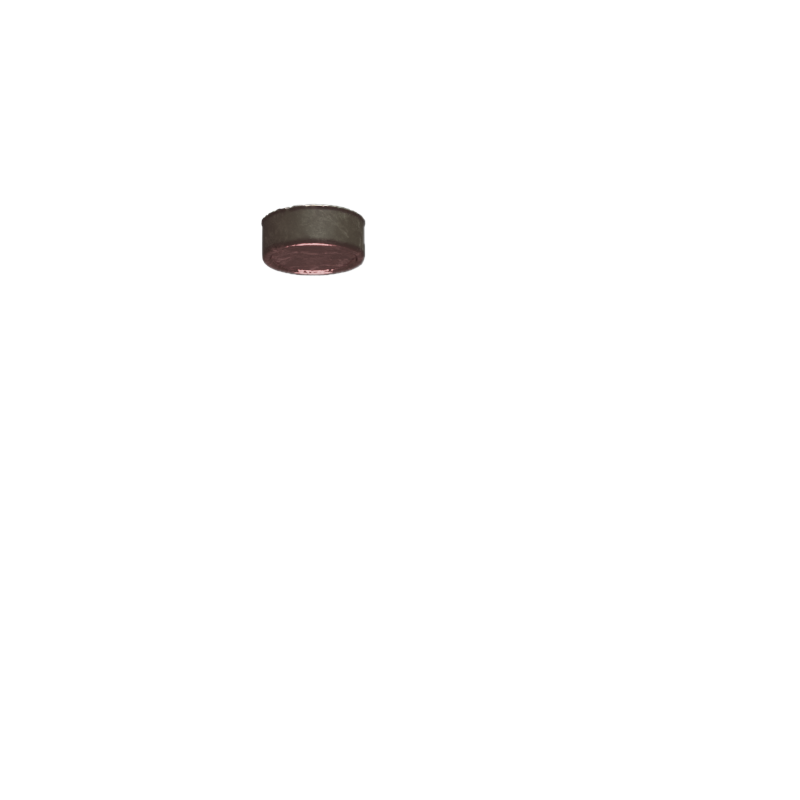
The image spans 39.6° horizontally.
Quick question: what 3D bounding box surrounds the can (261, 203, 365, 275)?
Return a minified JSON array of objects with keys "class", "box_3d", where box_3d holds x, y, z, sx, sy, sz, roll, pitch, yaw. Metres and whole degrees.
[{"class":"can","box_3d":[-0.071,-0.129,0.907,0.086,0.035,0.083,0,-13,-2]}]
